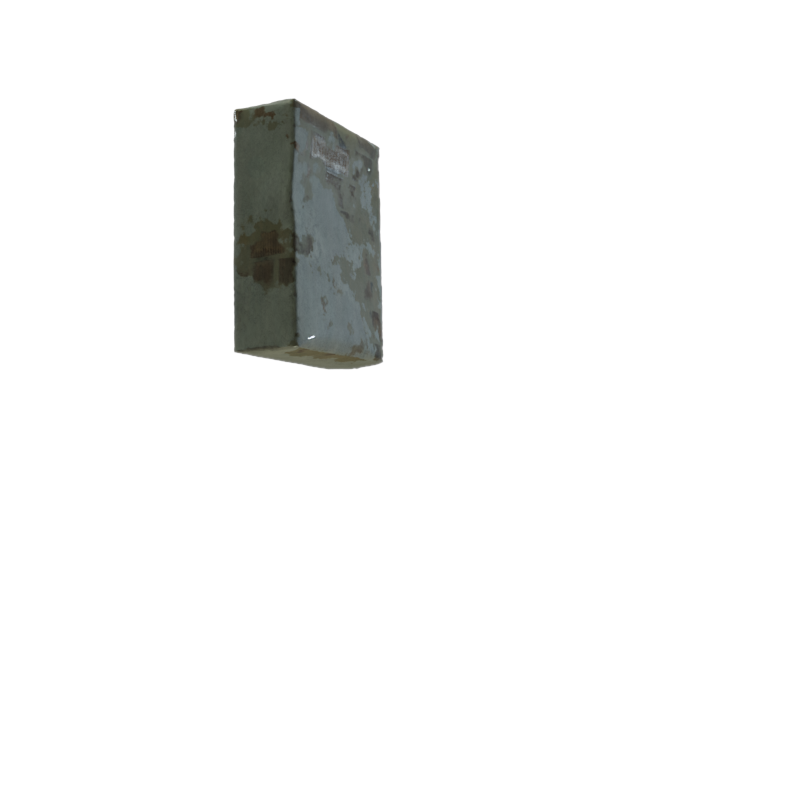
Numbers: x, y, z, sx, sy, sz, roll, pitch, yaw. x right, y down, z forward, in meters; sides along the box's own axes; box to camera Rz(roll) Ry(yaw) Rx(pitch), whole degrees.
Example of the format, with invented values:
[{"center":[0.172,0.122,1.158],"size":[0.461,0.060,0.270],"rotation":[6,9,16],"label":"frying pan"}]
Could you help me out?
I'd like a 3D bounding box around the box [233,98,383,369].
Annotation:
[{"center":[-0.077,-0.141,0.987],"size":[0.074,0.220,0.156],"rotation":[-7,-11,27],"label":"box"}]
